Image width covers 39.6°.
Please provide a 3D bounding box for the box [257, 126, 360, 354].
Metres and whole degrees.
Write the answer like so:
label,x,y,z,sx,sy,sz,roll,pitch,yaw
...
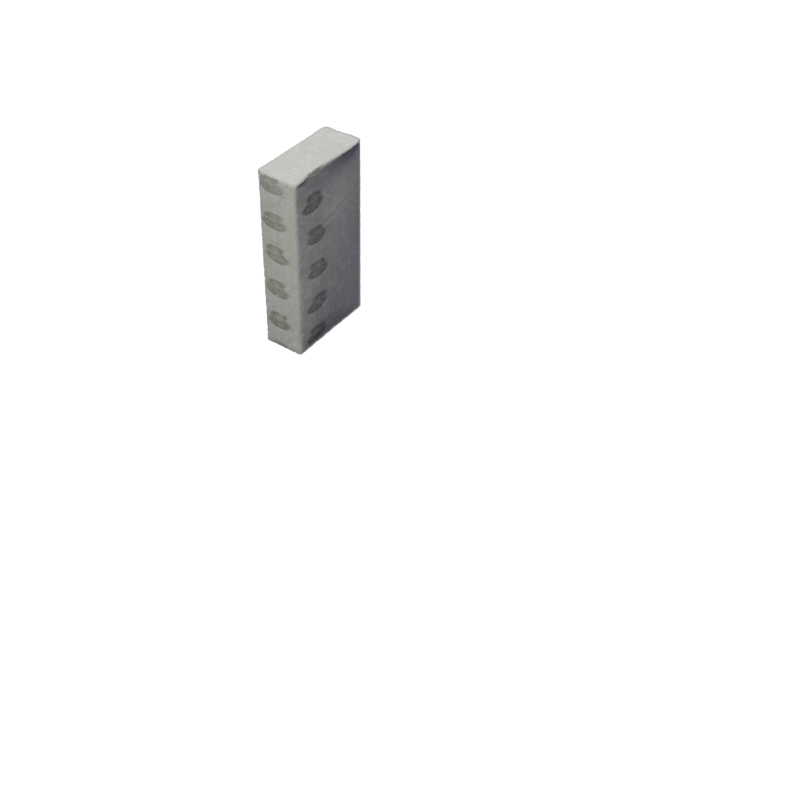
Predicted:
label,x,y,z,sx,sy,sz,roll,pitch,yaw
box,-0.075,-0.136,0.954,0.051,0.165,0.095,25,44,24
